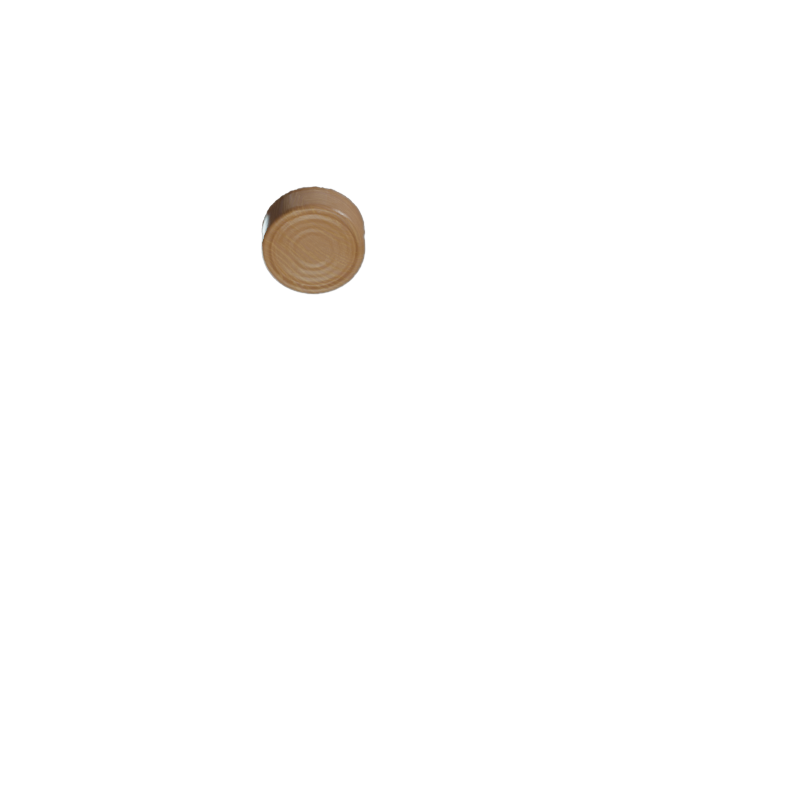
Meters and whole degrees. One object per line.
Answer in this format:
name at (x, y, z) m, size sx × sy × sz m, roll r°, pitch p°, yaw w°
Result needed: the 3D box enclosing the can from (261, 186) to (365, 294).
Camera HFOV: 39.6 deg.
can at (-0.071, -0.129, 0.907) m, size 0.086 × 0.080 × 0.036 m, roll 1°, pitch 34°, yaw -1°
